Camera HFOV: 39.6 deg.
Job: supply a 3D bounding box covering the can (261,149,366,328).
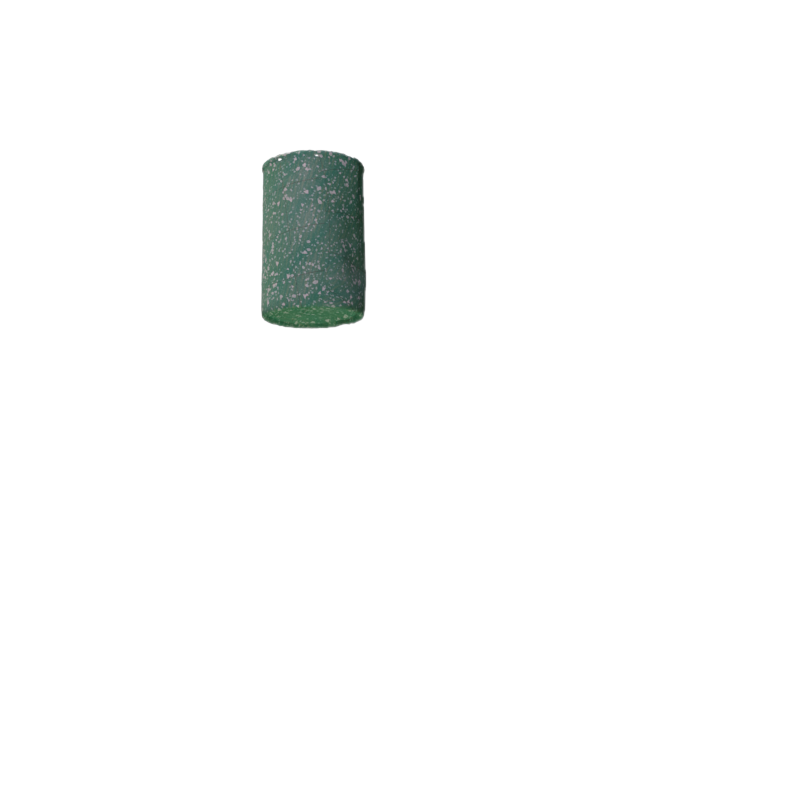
[{"bbox_3d":[-0.056,-0.103,0.720,0.068,0.106,0.066,0,-14,-2],"label":"can"}]
